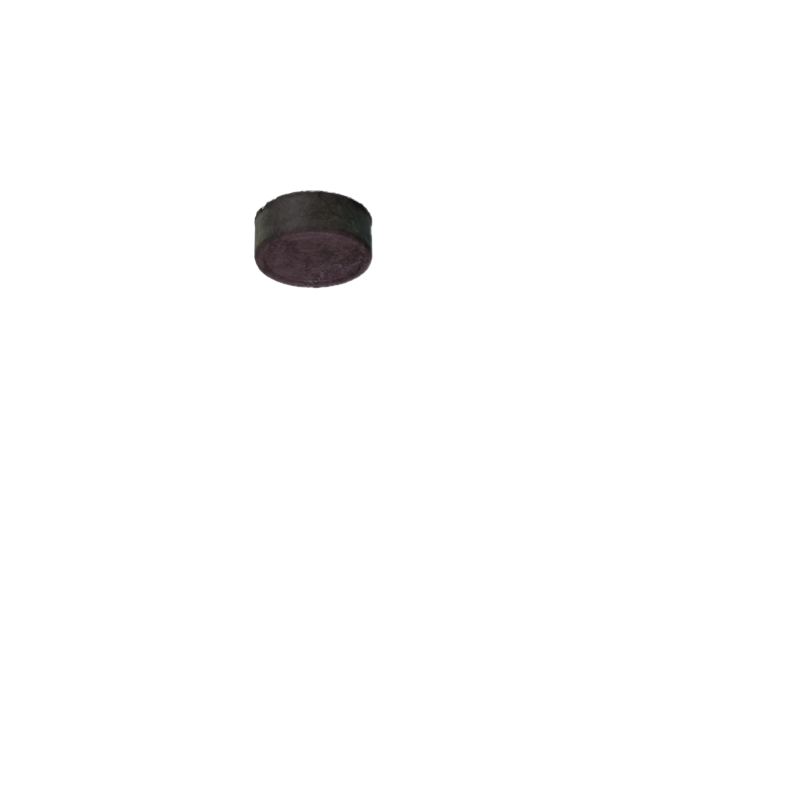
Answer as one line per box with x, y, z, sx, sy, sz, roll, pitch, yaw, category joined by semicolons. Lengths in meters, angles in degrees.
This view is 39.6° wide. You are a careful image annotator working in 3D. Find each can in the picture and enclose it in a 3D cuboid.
-0.062;-0.114;0.796;0.086;0.036;0.081;1;-24;-2;can
